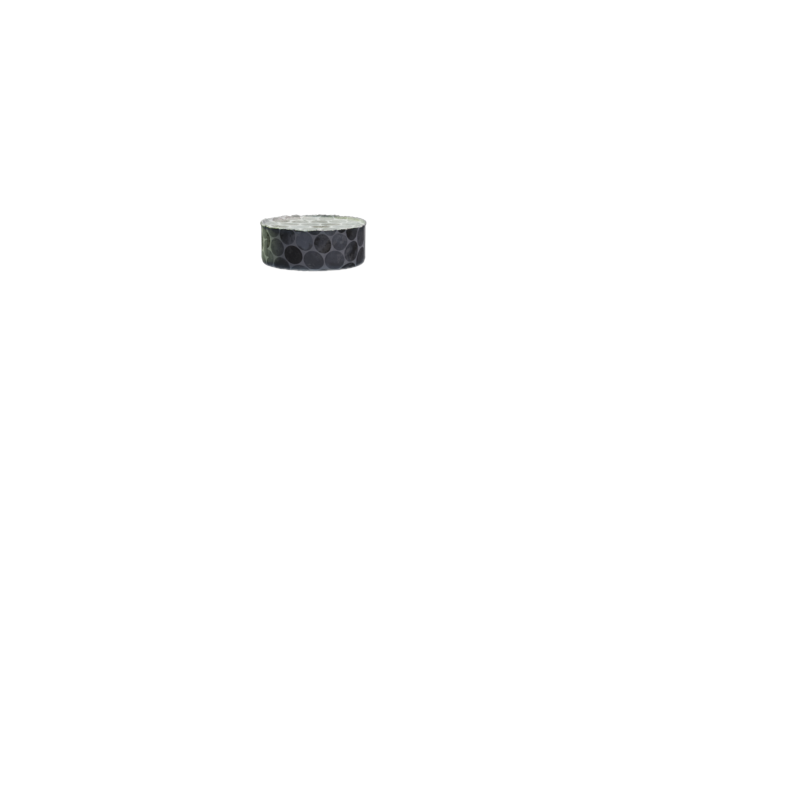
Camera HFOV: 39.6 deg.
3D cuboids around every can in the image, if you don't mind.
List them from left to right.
[{"bbox_3d":[-0.070,-0.128,0.895,0.086,0.033,0.089,0,16,-2],"label":"can"}]
